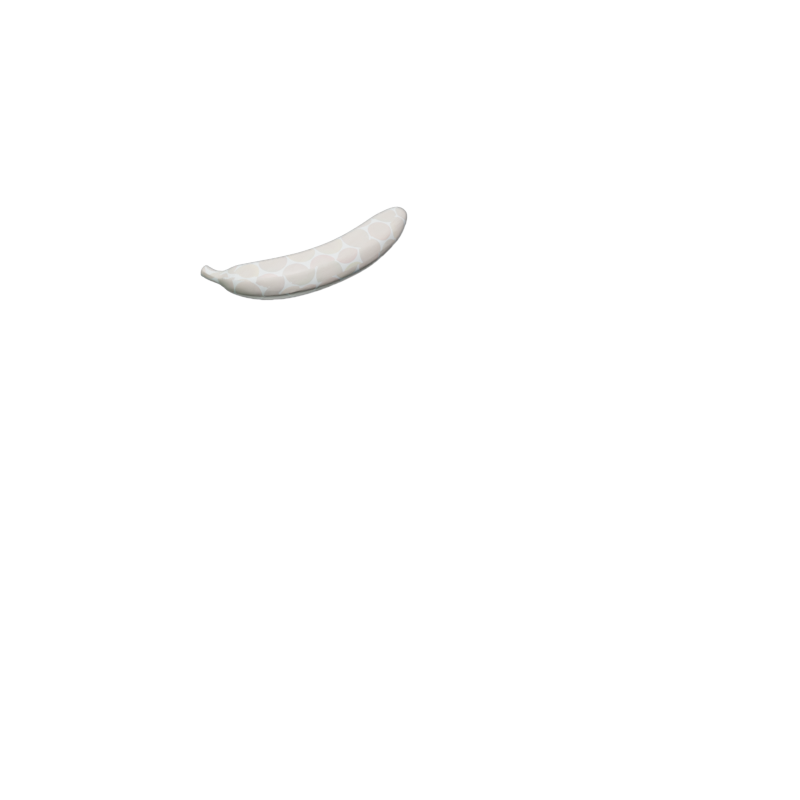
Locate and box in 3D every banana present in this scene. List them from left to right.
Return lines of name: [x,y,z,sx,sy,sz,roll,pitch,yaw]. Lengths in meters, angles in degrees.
banana: [-0.073,-0.126,0.976,0.196,0.075,0.034,-18,-39,-16]
